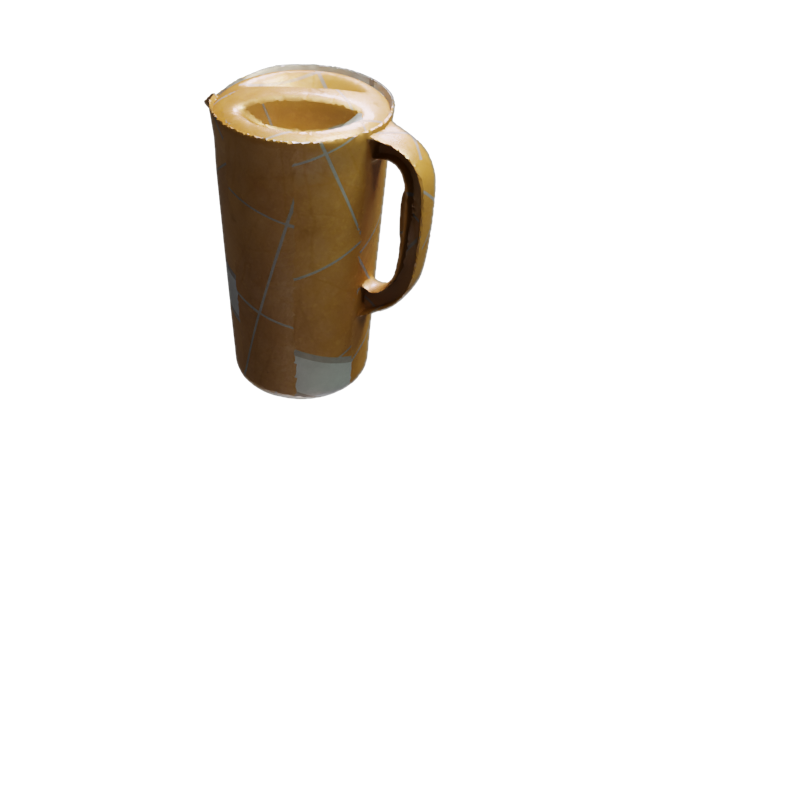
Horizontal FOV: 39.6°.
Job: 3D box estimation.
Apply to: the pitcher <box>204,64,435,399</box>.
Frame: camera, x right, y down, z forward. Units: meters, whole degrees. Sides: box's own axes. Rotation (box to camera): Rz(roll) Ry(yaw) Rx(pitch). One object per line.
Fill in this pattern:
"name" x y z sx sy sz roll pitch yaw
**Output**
"pitcher" -0.066 -0.120 0.843 0.143 0.228 0.161 -8 36 -14
